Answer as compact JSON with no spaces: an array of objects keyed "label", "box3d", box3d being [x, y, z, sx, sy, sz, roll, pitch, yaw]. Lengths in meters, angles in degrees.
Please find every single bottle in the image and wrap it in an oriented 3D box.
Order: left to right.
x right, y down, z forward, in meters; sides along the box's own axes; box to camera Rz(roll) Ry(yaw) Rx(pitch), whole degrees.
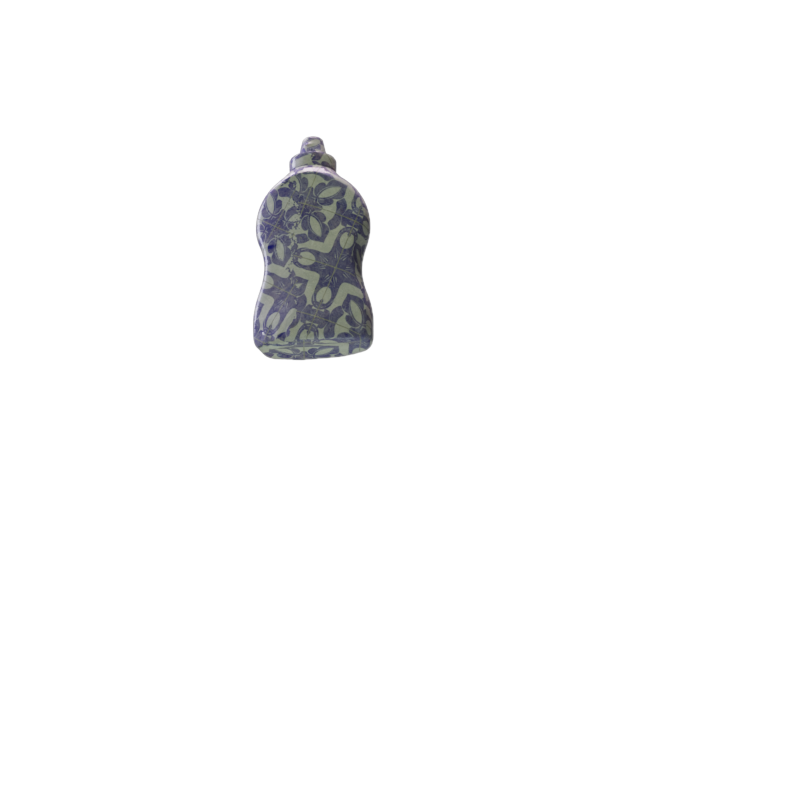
[{"label":"bottle","box3d":[-0.073,-0.133,0.930,0.097,0.202,0.055,-7,-22,14]}]
